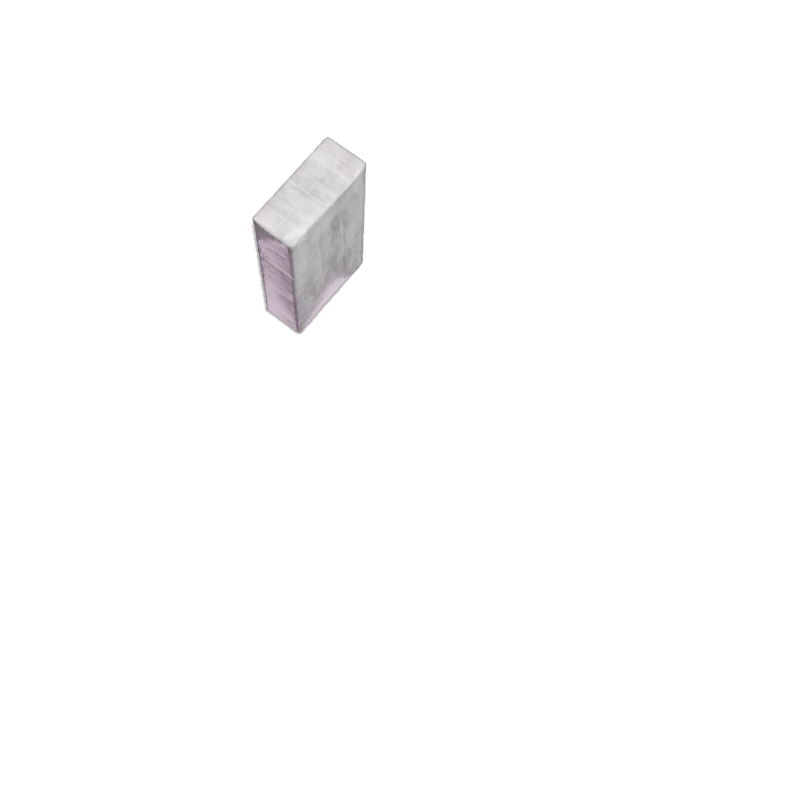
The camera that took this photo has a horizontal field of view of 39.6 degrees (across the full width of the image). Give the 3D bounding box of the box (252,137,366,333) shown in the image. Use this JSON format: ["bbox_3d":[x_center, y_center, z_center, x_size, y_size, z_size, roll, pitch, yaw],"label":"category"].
[{"bbox_3d":[-0.070,-0.128,0.900,0.049,0.095,0.168,37,-17,7],"label":"box"}]
